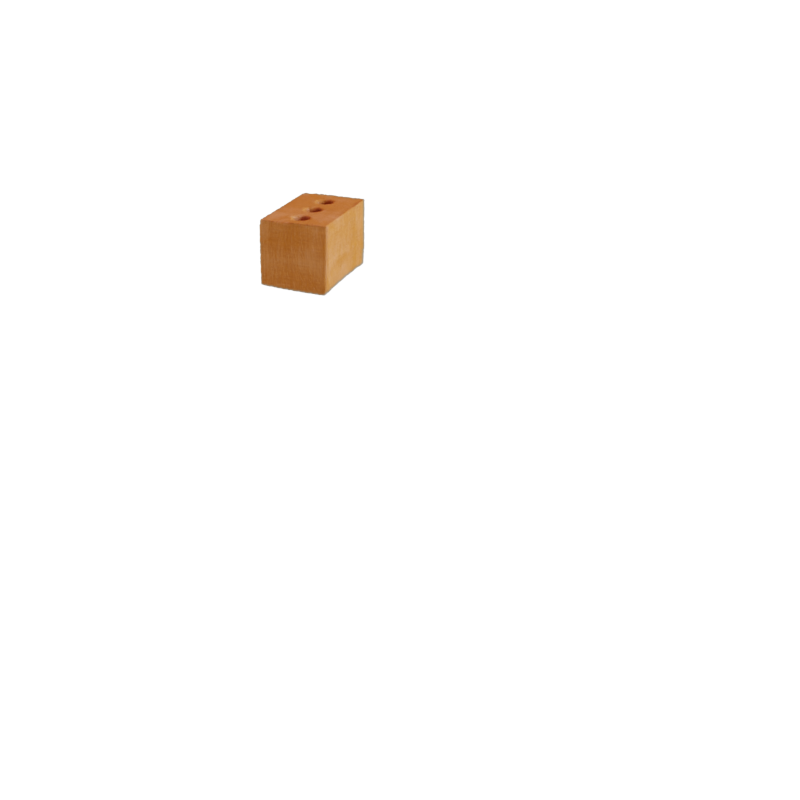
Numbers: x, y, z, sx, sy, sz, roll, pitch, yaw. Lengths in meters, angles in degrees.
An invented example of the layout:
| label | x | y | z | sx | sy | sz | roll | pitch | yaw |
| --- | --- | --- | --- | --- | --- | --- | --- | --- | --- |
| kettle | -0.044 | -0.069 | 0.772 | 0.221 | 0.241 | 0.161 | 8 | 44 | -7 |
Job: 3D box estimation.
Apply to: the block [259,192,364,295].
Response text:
| label | x | y | z | sx | sy | sz | roll | pitch | yaw |
| --- | --- | --- | --- | --- | --- | --- | --- | --- | --- |
| block | -0.064 | -0.116 | 0.812 | 0.054 | 0.049 | 0.079 | 8 | 25 | 18 |
